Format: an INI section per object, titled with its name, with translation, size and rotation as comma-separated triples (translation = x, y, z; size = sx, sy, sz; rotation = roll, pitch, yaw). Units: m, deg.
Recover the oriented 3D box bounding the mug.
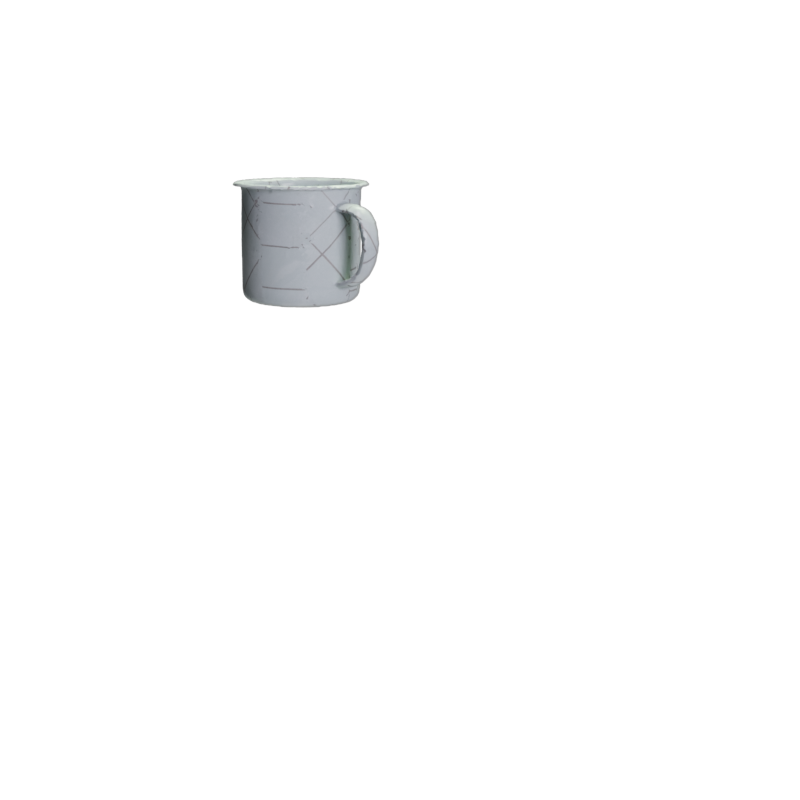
[mug]
translation = -0.059, -0.108, 0.755
size = 0.123, 0.080, 0.091
rotation = 12, 16, 42
